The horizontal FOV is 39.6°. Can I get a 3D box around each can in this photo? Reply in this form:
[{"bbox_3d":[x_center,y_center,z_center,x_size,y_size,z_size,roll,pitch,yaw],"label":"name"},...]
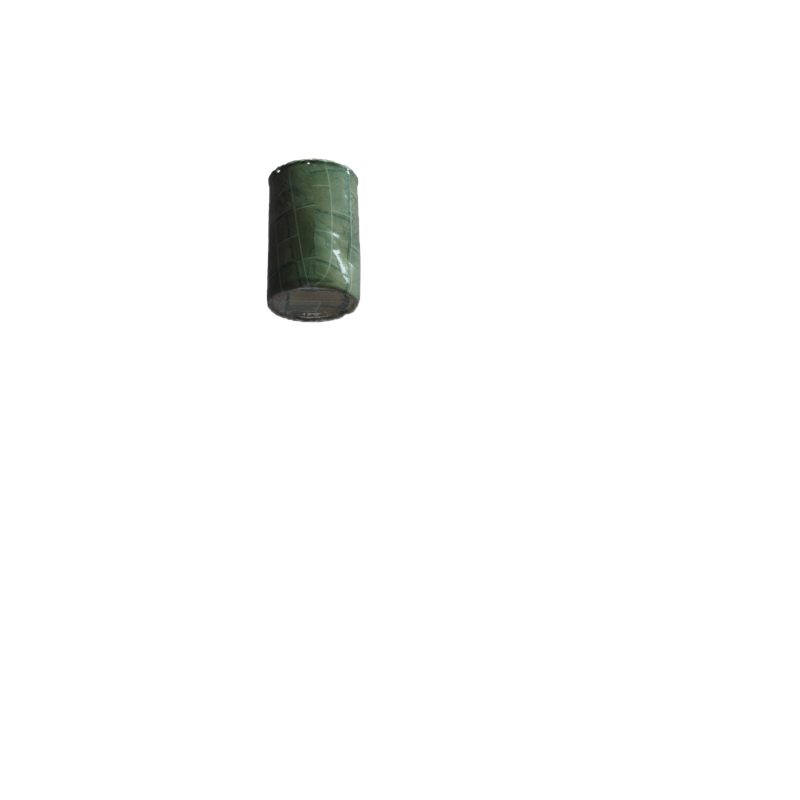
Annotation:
[{"bbox_3d":[-0.064,-0.116,0.811,0.068,0.108,0.065,0,-23,-2],"label":"can"}]
